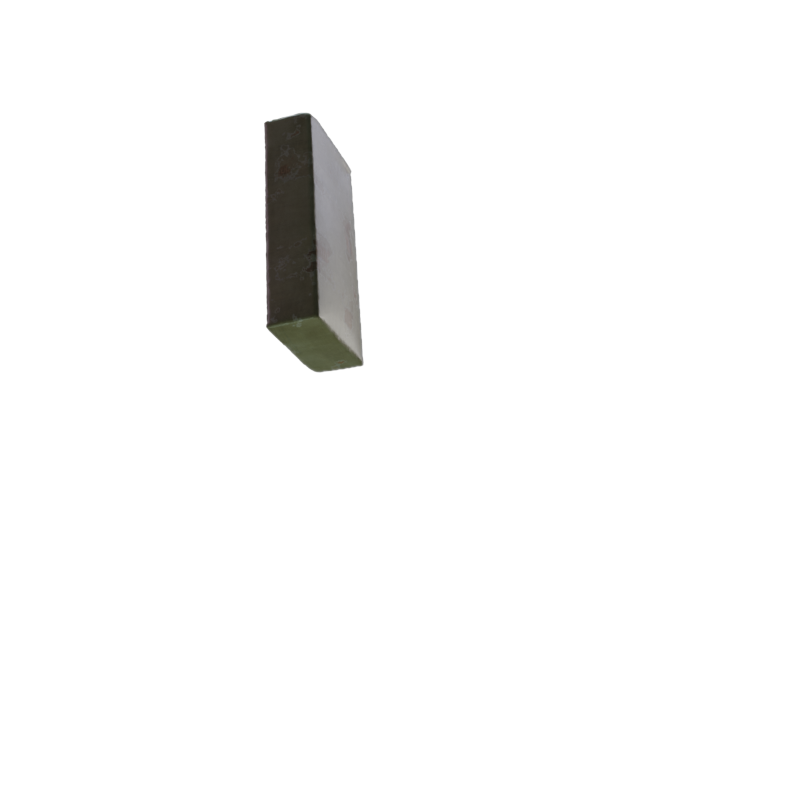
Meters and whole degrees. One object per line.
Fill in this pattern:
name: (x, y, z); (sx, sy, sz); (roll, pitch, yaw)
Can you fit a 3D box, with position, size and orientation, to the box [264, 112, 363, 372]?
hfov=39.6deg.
box: (-0.065, -0.118, 0.828); (0.049, 0.187, 0.087); (-11, -28, 17)
